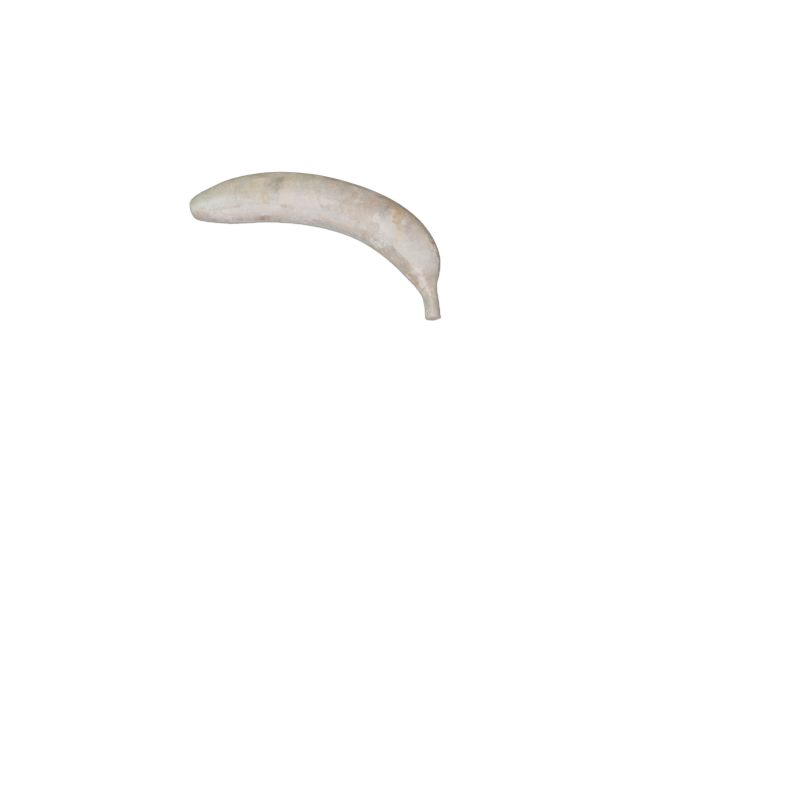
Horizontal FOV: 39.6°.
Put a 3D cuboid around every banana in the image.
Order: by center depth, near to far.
[{"bbox_3d":[-0.051,-0.126,0.791,0.202,0.072,0.035,23,-22,10],"label":"banana"}]
